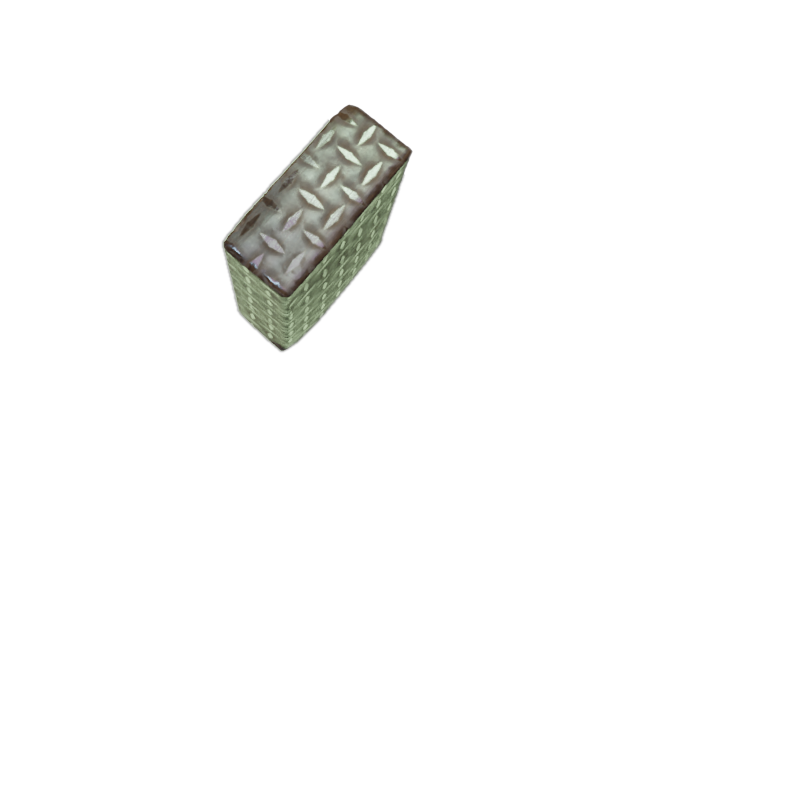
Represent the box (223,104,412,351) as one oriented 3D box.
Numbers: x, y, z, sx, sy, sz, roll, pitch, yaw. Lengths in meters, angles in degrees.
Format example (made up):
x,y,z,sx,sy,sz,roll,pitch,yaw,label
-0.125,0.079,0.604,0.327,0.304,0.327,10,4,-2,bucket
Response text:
x,y,z,sx,sy,sz,roll,pitch,yaw,label
-0.046,-0.084,0.583,0.049,0.094,0.172,39,-10,2,box
